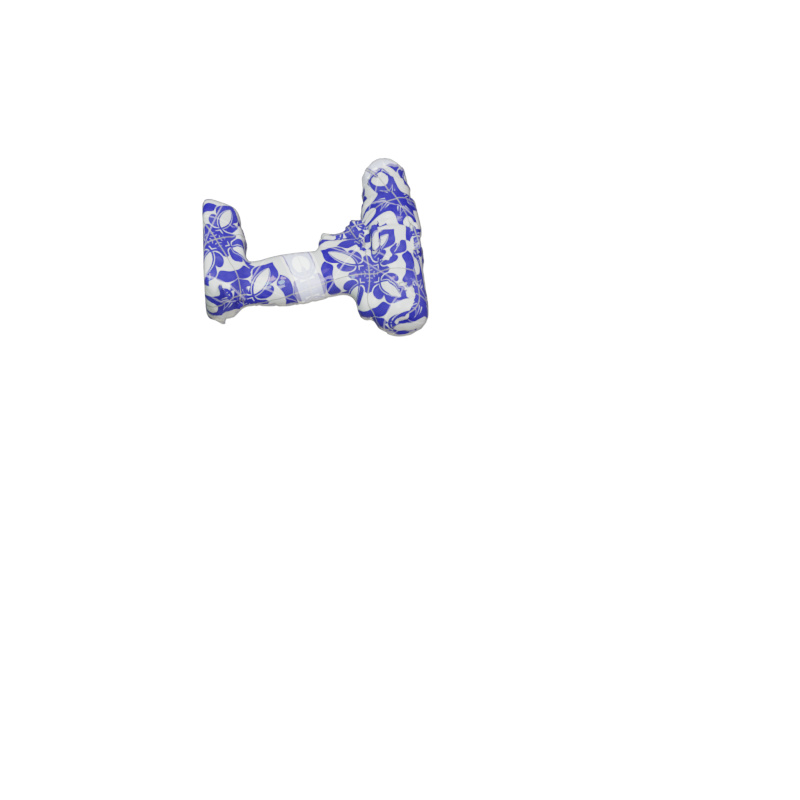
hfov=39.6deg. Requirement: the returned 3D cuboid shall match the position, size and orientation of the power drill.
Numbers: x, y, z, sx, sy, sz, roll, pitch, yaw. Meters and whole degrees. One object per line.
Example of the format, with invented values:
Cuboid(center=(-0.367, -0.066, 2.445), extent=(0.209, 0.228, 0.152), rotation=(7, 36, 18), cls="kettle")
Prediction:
Cuboid(center=(-0.074, -0.135, 0.942), extent=(0.187, 0.198, 0.053), rotation=(-4, -39, -3), cls="power drill")
